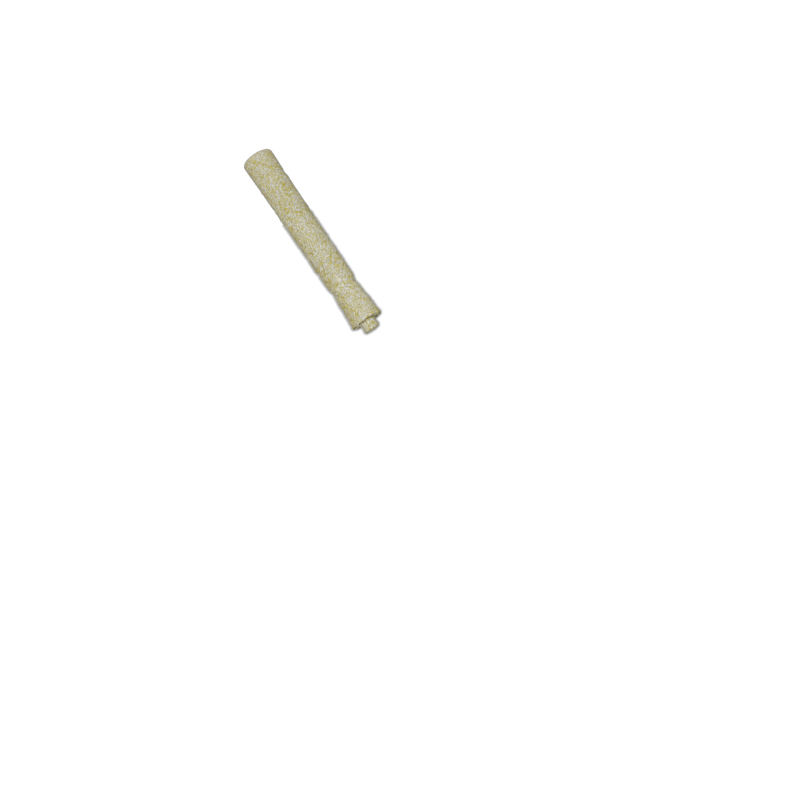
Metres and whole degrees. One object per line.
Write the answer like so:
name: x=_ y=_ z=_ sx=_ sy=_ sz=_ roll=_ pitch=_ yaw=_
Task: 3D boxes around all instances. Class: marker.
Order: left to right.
marker: x=-0.049 y=-0.089 z=0.621 sx=0.020 sy=0.126 sz=0.019 roll=-31 pitch=-16 yaw=-10
